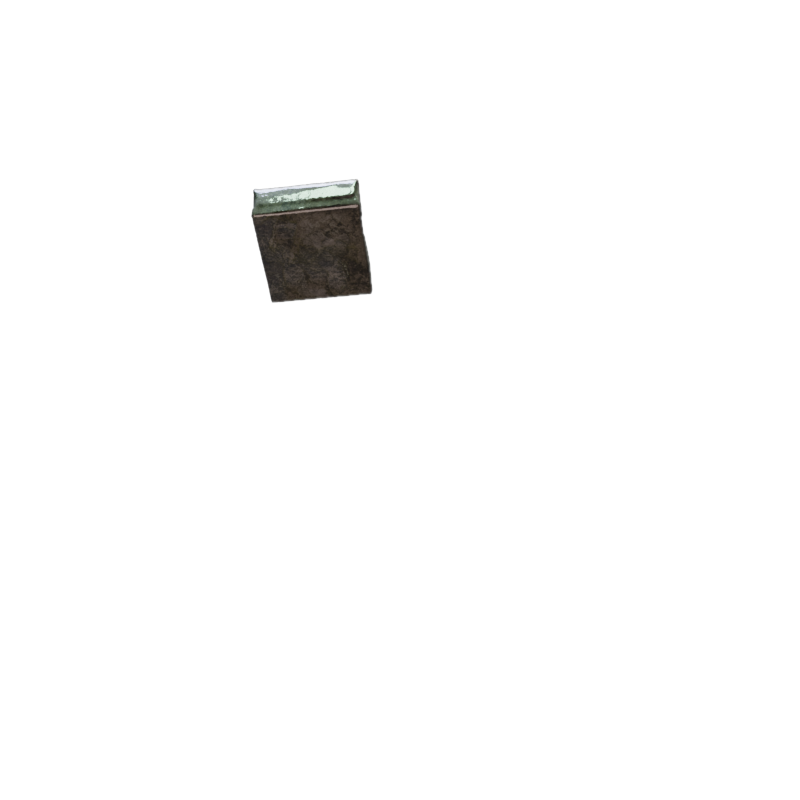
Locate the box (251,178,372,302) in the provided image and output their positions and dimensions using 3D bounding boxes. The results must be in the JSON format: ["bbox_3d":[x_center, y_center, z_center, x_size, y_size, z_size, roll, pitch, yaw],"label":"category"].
[{"bbox_3d":[-0.060,-0.110,0.771,0.073,0.032,0.083,-5,-44,4],"label":"box"}]
